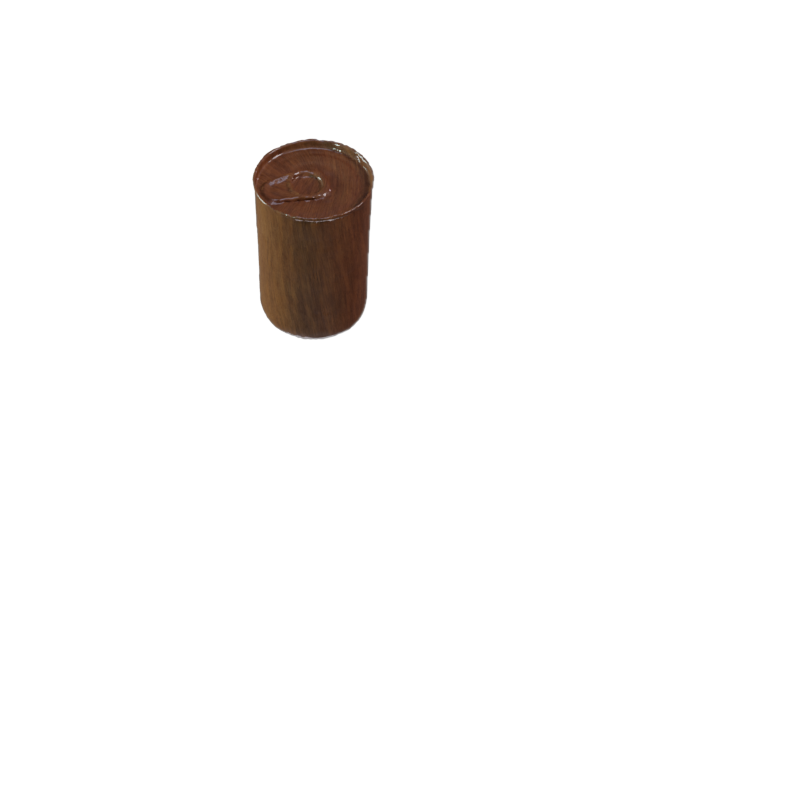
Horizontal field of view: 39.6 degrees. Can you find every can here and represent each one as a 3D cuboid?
[{"bbox_3d":[-0.051,-0.093,0.653,0.068,0.074,0.095,0,-41,-3],"label":"can"}]
